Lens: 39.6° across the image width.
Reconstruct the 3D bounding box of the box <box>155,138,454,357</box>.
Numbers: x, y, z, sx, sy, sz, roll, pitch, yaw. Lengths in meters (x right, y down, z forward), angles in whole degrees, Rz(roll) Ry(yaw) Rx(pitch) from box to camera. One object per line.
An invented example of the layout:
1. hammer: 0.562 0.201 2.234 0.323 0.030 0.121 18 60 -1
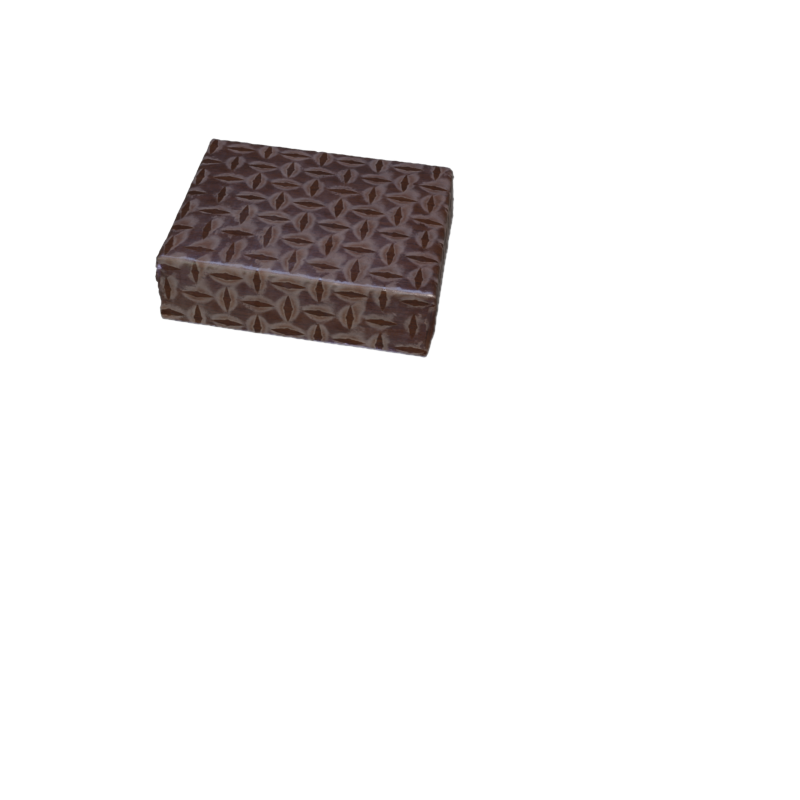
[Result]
1. box: -0.037 -0.067 0.468 0.115 0.036 0.095 6 41 6
